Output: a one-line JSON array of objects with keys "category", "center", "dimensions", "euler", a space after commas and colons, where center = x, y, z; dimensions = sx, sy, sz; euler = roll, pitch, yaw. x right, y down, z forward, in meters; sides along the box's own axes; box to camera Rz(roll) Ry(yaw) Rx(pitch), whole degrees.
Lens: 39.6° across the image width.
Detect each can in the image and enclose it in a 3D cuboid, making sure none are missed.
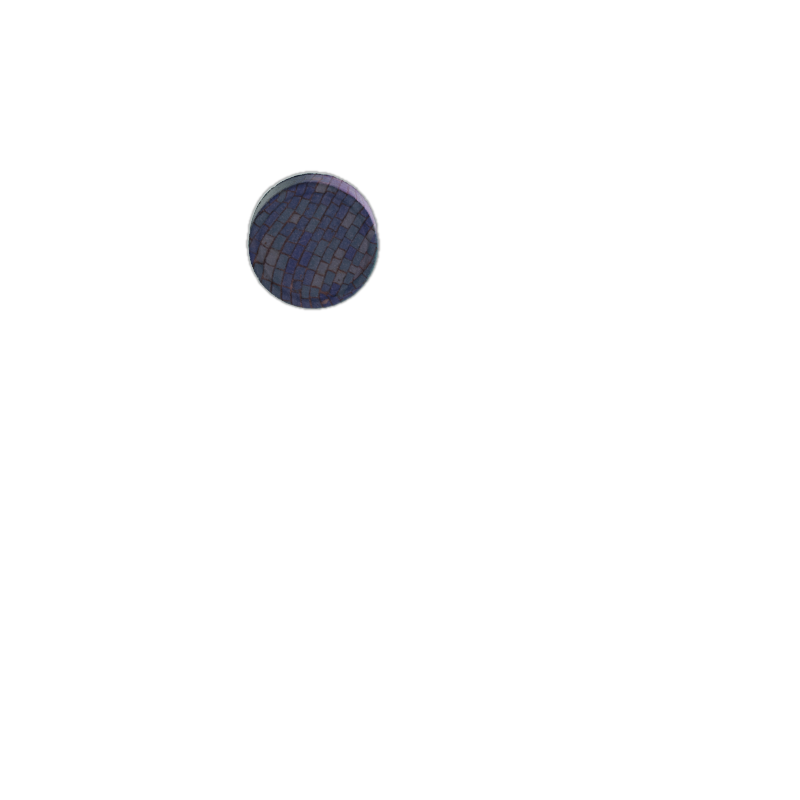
[{"category": "can", "center": [-0.056, -0.103, 0.721], "dimensions": [0.086, 0.083, 0.035], "euler": [0, 15, -1]}]
